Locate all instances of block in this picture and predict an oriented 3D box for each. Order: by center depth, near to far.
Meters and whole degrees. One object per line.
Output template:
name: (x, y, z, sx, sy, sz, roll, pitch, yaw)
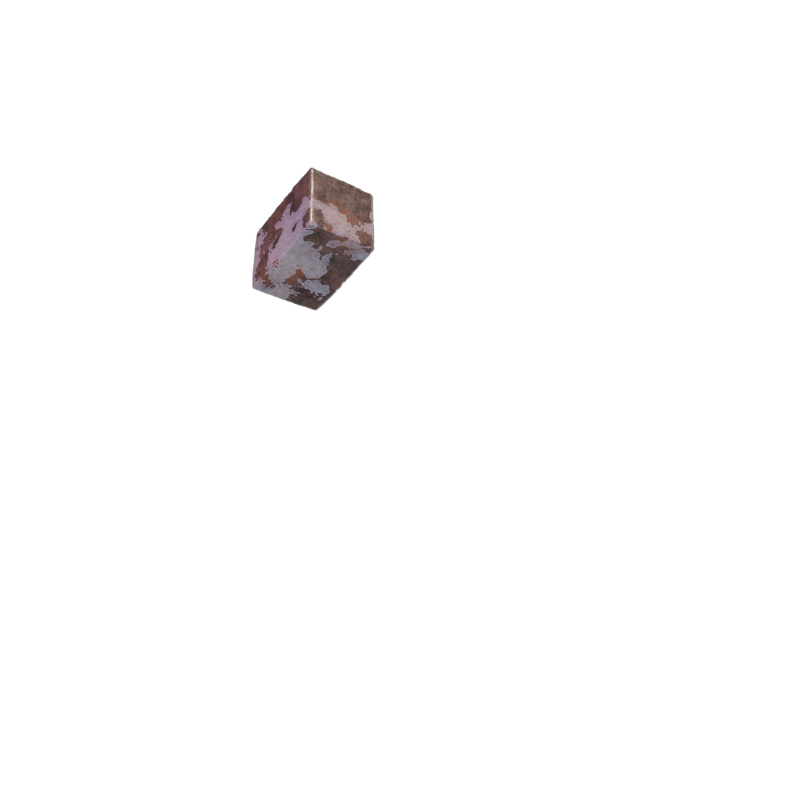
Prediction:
block: (-0.059, -0.108, 0.756, 0.050, 0.055, 0.076, 22, -44, -27)
